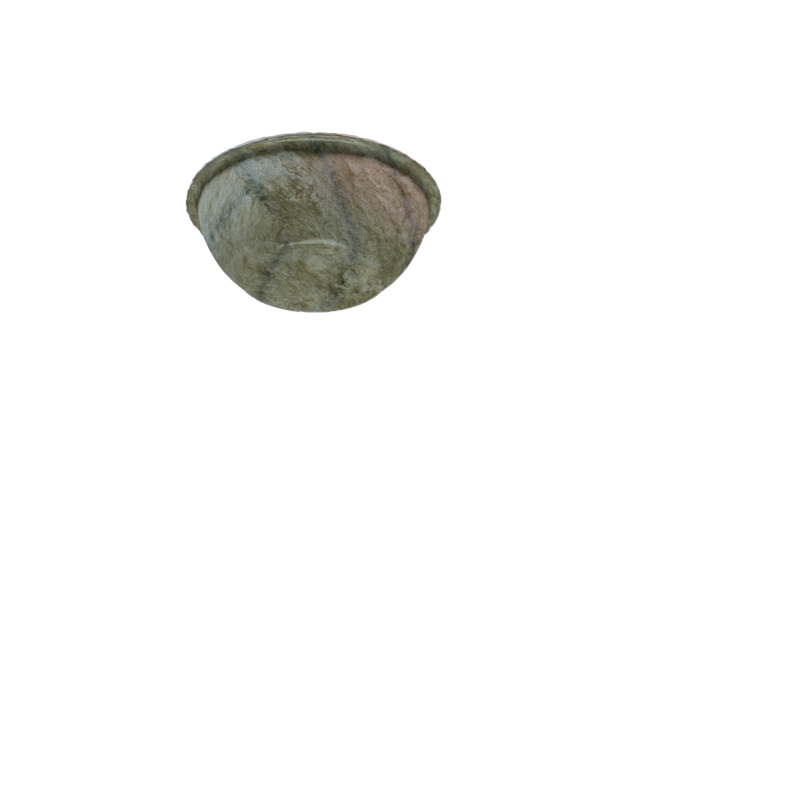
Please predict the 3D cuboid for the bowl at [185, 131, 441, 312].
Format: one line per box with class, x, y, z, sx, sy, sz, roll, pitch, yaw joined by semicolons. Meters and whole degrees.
bowl;-0.054;-0.099;0.691;0.162;0.058;0.153;1;-25;-2
